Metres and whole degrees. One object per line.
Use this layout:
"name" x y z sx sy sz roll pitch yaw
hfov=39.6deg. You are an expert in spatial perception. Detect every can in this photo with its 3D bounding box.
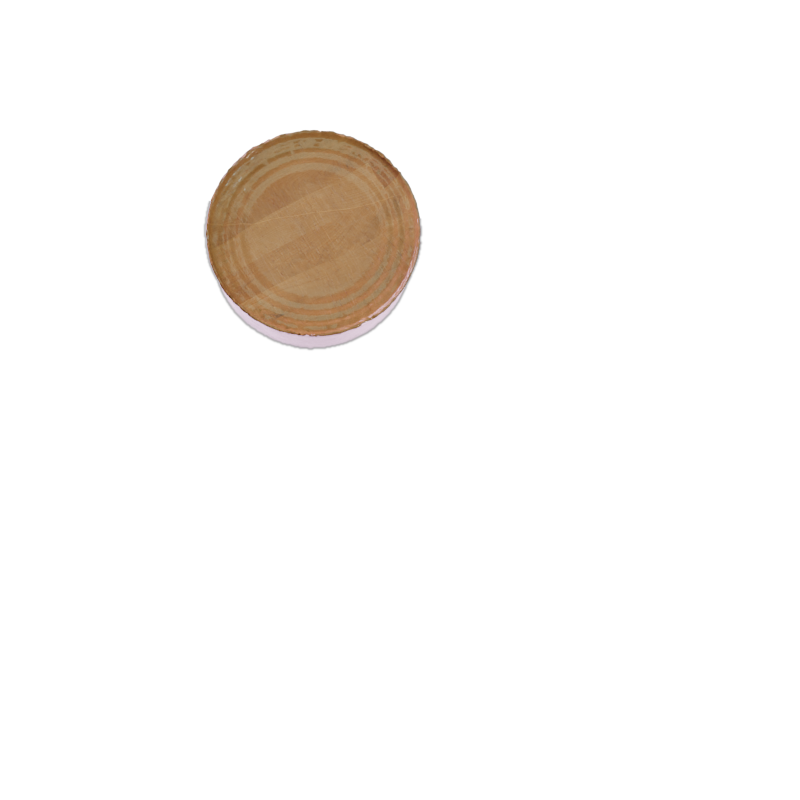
"can" -0.036 -0.065 0.455 0.086 0.089 0.032 0 -15 -1
